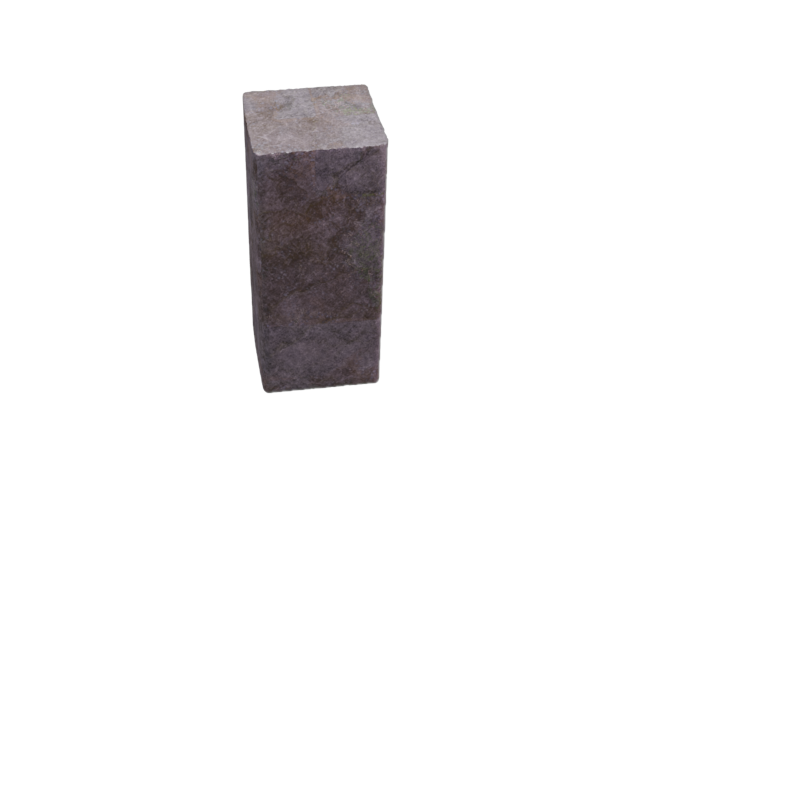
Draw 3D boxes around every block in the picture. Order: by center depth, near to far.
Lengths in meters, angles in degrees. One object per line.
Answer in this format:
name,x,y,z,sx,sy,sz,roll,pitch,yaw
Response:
block,-0.063,-0.114,0.802,0.090,0.193,0.097,-4,39,-9
